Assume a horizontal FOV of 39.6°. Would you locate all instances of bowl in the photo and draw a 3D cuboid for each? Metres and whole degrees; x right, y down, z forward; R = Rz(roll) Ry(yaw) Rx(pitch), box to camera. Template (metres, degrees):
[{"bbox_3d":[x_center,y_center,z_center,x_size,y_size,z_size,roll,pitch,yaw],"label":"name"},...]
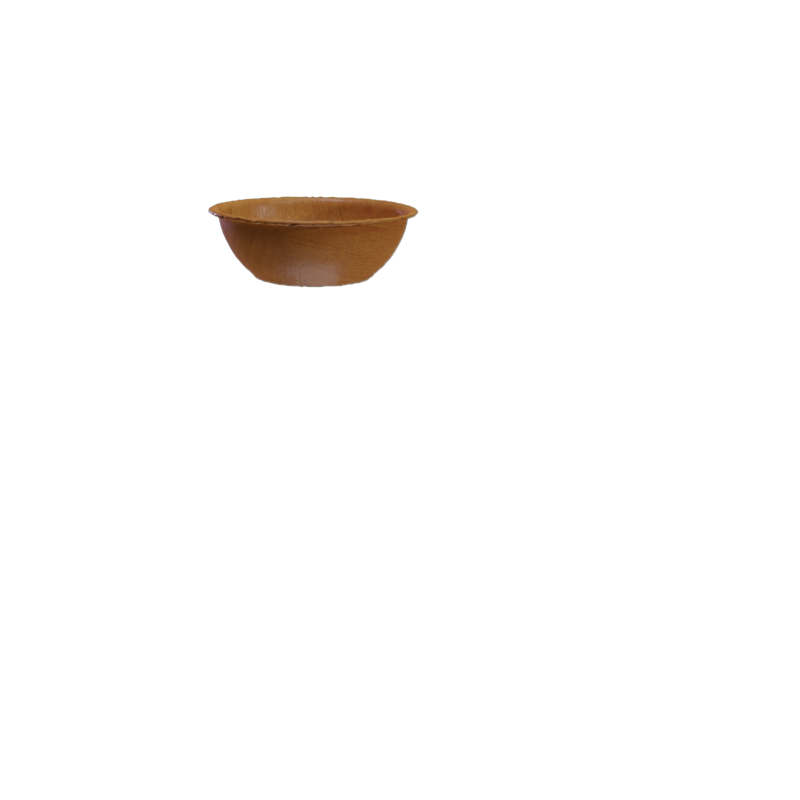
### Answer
[{"bbox_3d":[-0.067,-0.123,0.860,0.162,0.053,0.167,-1,16,-2],"label":"bowl"}]
